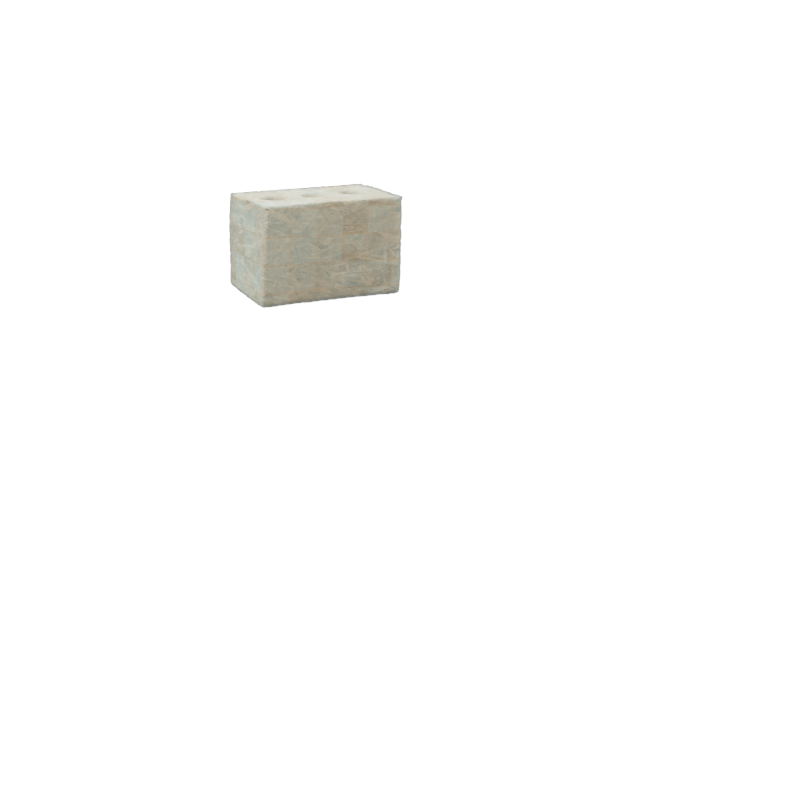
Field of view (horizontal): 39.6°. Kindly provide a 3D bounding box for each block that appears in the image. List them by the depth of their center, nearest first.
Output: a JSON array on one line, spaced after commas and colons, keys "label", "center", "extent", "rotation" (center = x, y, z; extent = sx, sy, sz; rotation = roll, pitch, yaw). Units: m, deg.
[{"label": "block", "center": [-0.045, -0.083, 0.578], "extent": [0.076, 0.050, 0.056], "rotation": [-8, 19, -25]}]
